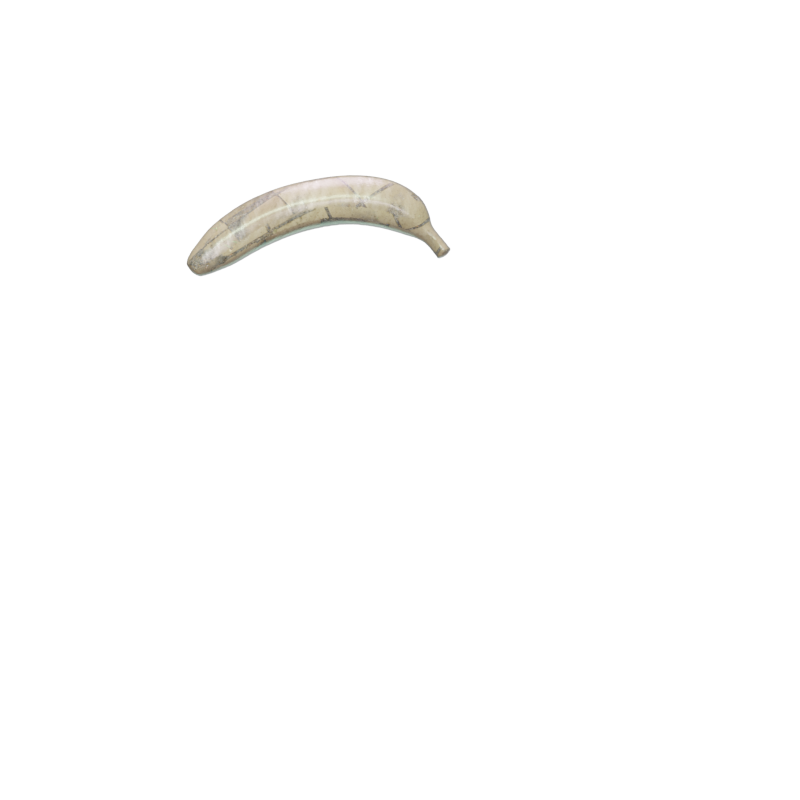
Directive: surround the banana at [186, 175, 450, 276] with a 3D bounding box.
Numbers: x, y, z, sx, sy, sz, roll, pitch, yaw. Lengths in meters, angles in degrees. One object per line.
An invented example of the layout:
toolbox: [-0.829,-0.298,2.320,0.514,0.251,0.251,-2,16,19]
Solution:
banana: [-0.064,-0.136,0.837,0.197,0.074,0.035,-6,-28,-3]
